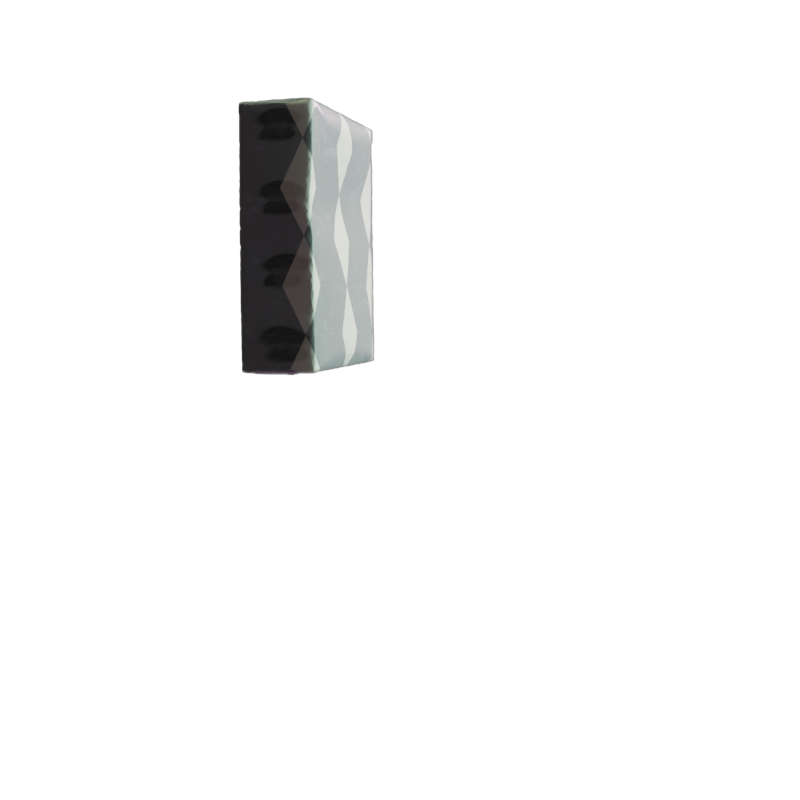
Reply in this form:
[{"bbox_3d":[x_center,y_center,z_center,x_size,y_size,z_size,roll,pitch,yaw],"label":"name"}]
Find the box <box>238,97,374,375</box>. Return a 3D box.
[{"bbox_3d":[-0.073,-0.132,0.927,0.073,0.215,0.160,-1,-1,16],"label":"box"}]
